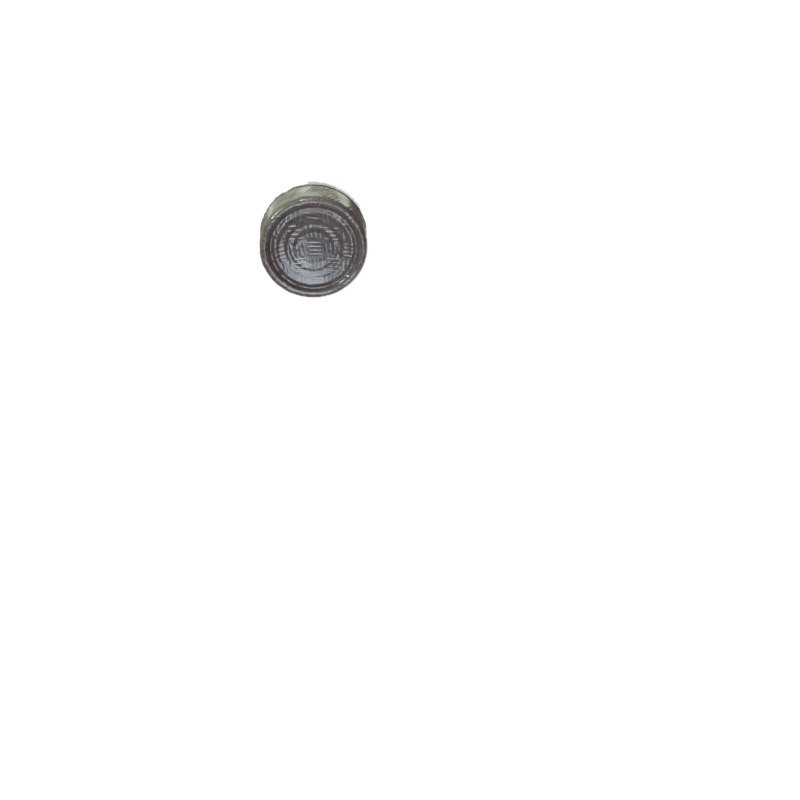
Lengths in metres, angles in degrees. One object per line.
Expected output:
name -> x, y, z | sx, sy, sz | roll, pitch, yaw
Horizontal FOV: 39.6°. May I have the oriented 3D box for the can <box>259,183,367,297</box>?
can -> -0.068, -0.125, 0.873 | 0.086, 0.082, 0.035 | 1, 24, -1
